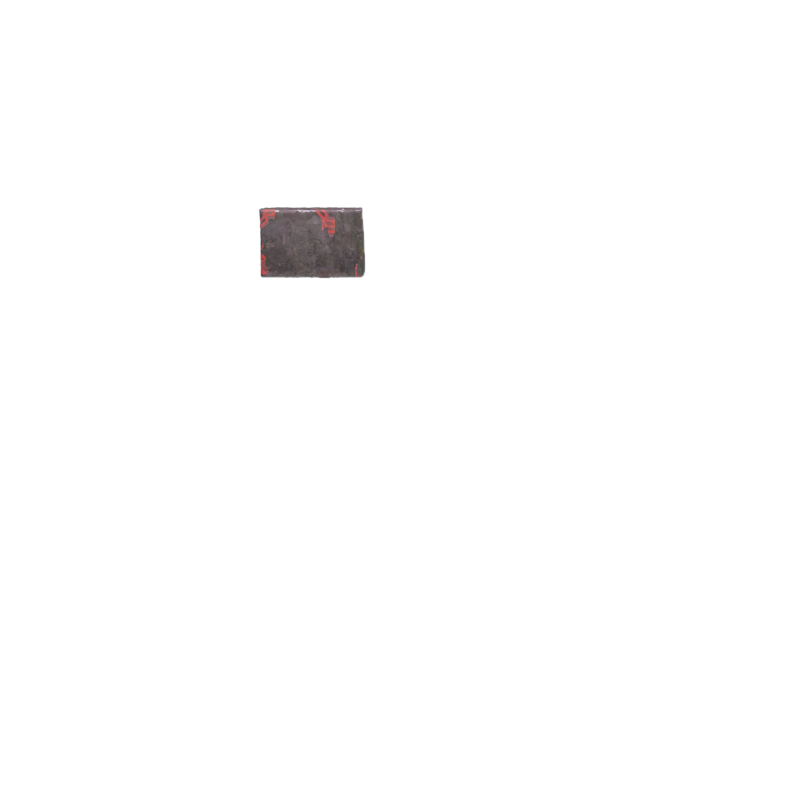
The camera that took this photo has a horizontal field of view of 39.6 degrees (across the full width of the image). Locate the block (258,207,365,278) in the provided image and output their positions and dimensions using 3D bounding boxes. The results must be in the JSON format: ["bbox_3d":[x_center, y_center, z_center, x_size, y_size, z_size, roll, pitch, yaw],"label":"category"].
[{"bbox_3d":[-0.065,-0.119,0.833,0.078,0.051,0.053,0,7,1],"label":"block"}]
